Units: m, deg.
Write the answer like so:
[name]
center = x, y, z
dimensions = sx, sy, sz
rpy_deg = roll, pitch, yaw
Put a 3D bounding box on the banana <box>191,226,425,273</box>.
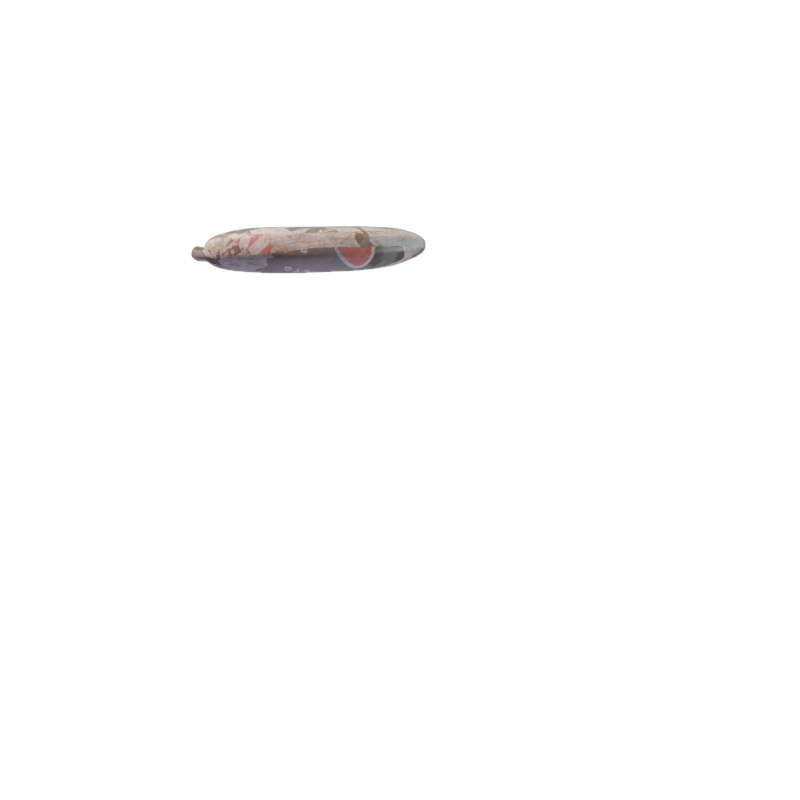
[banana]
center = -0.075, -0.126, 0.908
dimensions = 0.197, 0.035, 0.072
rpy_deg = -1, 18, -2
